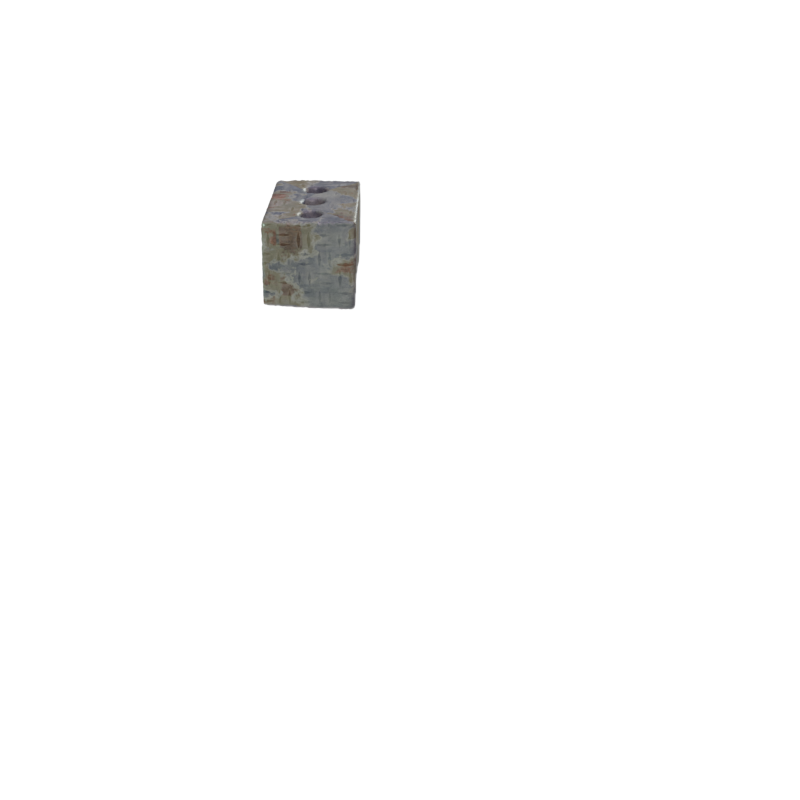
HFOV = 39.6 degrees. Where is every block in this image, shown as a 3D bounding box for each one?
[{"bbox_3d":[-0.050,-0.092,0.642,0.053,0.049,0.082,1,26,0],"label":"block"}]
